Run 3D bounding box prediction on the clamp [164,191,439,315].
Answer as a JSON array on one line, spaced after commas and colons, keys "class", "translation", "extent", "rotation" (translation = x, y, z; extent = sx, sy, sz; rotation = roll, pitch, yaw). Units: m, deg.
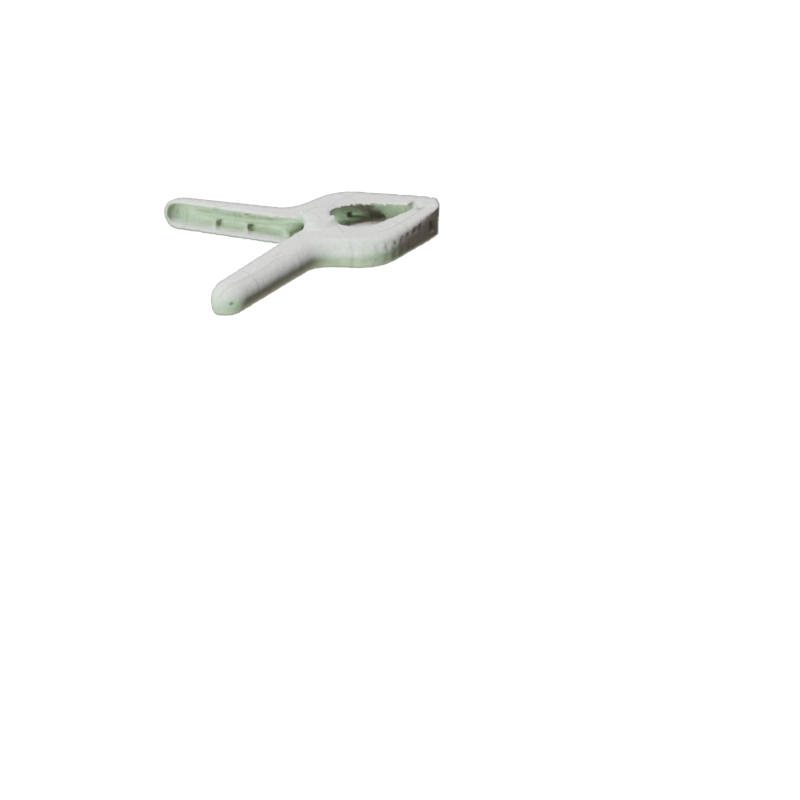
[{"class": "clamp", "translation": [-0.065, -0.119, 0.833], "extent": [0.207, 0.034, 0.177], "rotation": [-8, 34, -11]}]
